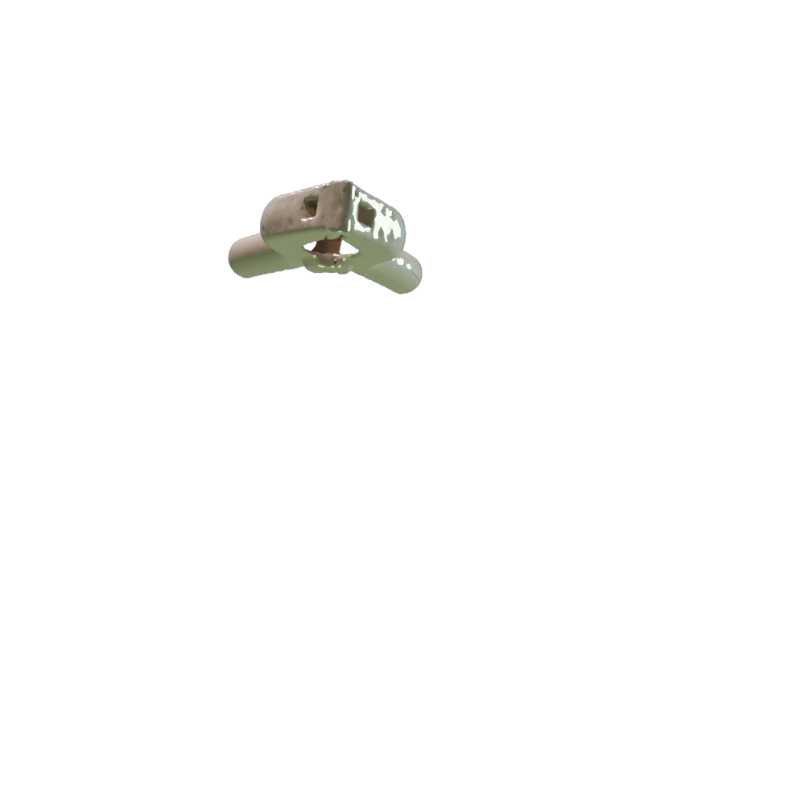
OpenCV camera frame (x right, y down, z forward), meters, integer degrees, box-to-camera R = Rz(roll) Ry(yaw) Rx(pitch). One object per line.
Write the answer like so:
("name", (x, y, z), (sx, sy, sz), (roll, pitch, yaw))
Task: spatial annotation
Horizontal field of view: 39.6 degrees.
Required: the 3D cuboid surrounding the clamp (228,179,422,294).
("clamp", (-0.049, -0.090, 0.630), (0.121, 0.040, 0.165), (-1, -8, 4))
